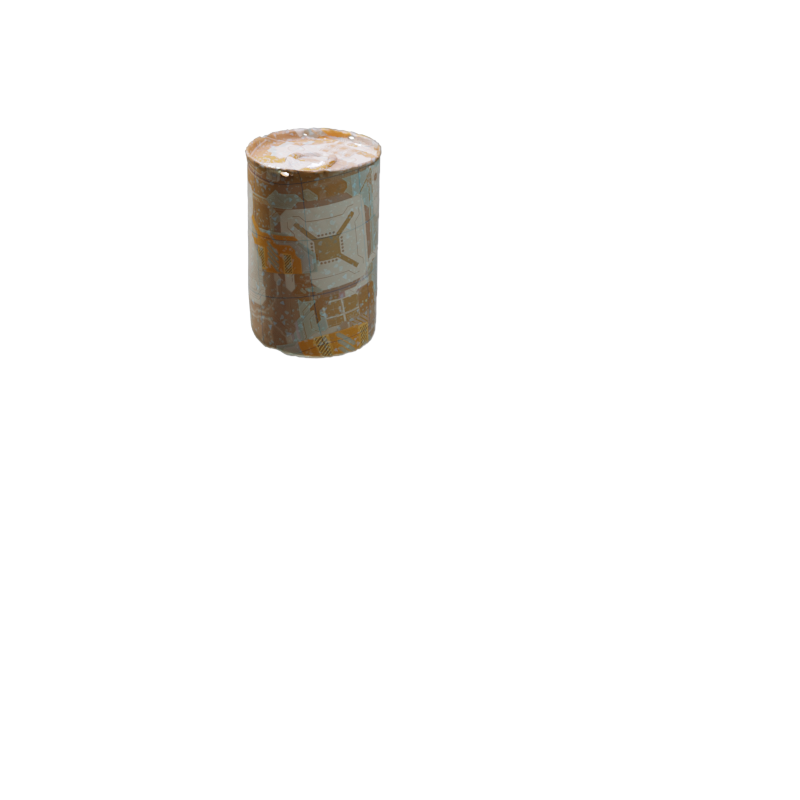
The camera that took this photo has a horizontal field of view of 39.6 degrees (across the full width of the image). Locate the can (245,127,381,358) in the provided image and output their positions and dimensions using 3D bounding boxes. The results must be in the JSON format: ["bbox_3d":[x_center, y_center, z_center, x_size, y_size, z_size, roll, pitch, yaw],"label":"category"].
[{"bbox_3d":[-0.045,-0.081,0.571,0.068,0.097,0.072,0,26,-2],"label":"can"}]
